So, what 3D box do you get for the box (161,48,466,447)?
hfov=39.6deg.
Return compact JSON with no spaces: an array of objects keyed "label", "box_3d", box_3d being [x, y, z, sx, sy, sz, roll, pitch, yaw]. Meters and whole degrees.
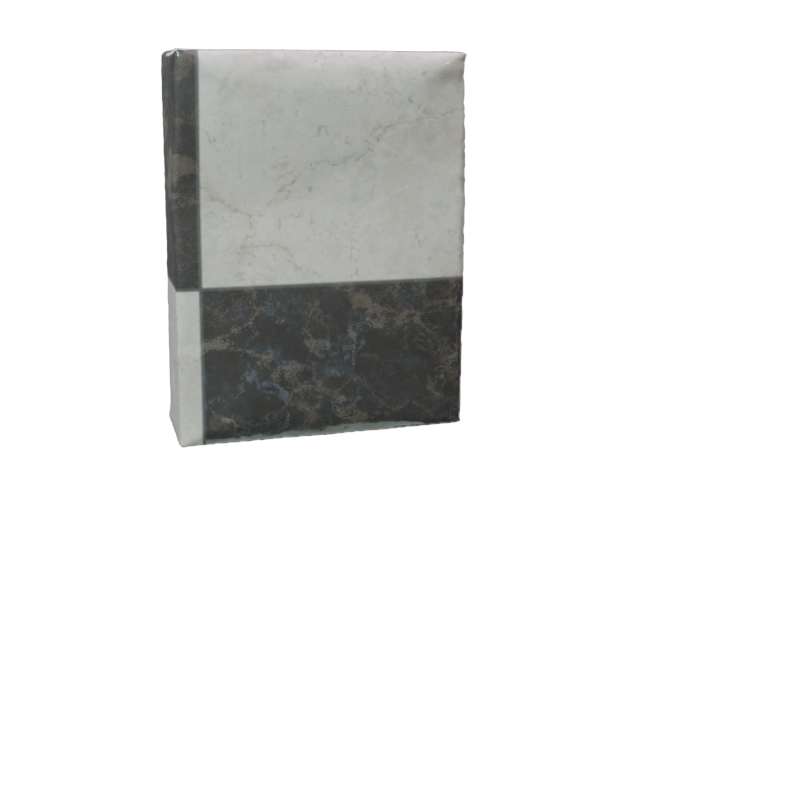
[{"label":"box","box_3d":[-0.049,-0.089,0.625,0.161,0.209,0.075,-2,10,-14]}]
